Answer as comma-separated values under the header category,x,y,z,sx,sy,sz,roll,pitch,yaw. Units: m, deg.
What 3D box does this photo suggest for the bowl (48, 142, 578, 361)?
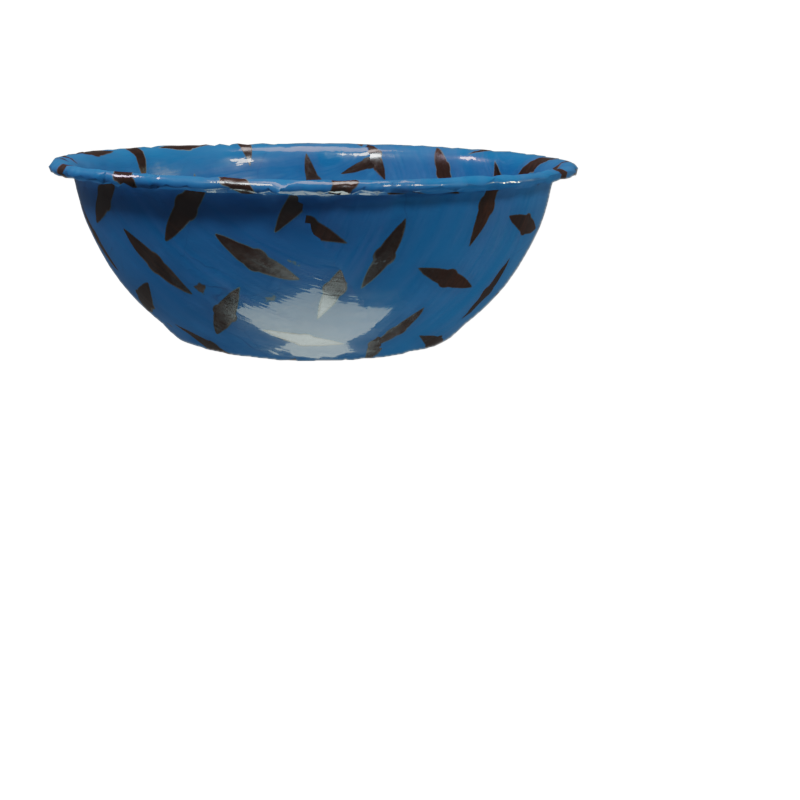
category,x,y,z,sx,sy,sz,roll,pitch,yaw
bowl,-0.027,-0.050,0.351,0.162,0.053,0.167,-1,16,-2
